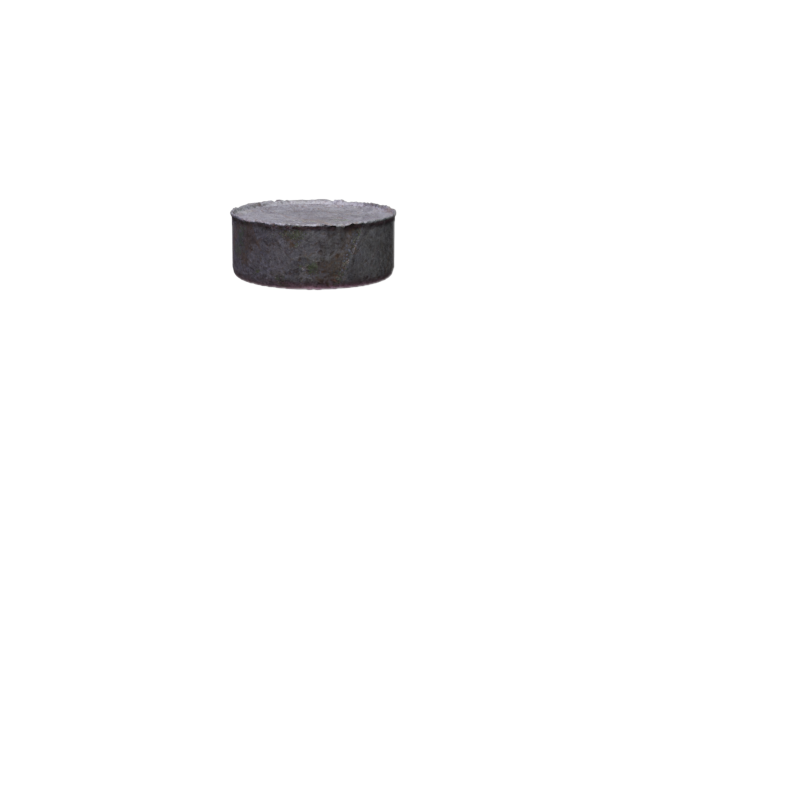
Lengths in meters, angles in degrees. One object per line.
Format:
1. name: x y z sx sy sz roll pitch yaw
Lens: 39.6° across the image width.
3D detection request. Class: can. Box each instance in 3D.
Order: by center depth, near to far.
1. can: -0.045 -0.082 0.575 0.086 0.032 0.089 -1 17 -2
